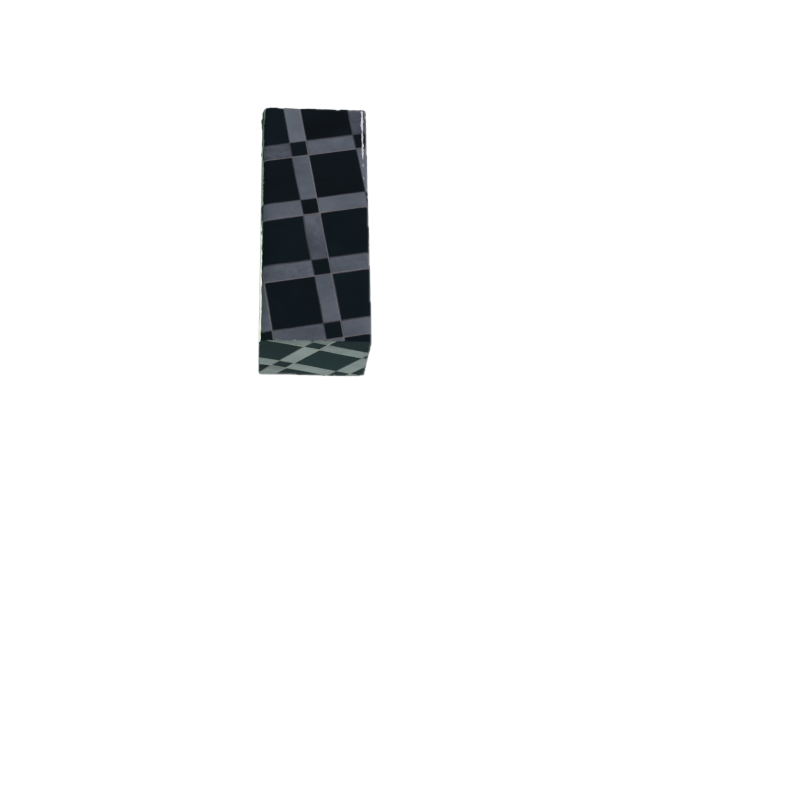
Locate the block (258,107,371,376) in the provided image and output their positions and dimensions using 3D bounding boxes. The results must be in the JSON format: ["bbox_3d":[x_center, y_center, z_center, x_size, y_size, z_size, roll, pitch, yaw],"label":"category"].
[{"bbox_3d":[-0.073,-0.132,0.928,0.090,0.217,0.087,0,-22,-5],"label":"block"}]
